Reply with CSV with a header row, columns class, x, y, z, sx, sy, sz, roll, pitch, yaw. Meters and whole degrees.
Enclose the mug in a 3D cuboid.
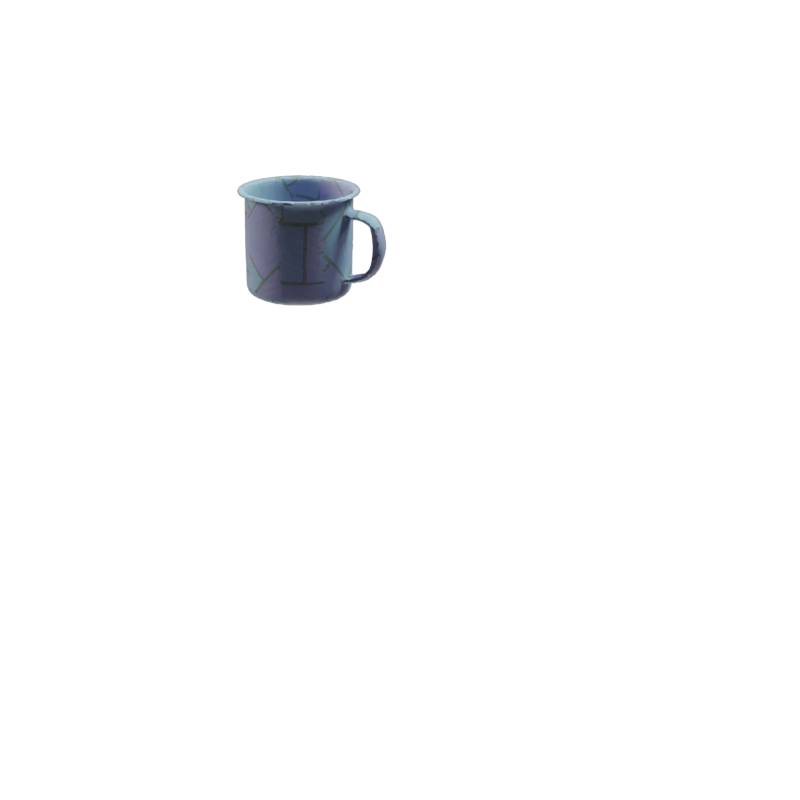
class,x,y,z,sx,sy,sz,roll,pitch,yaw
mug,-0.066,-0.120,0.840,0.121,0.078,0.094,9,22,21
